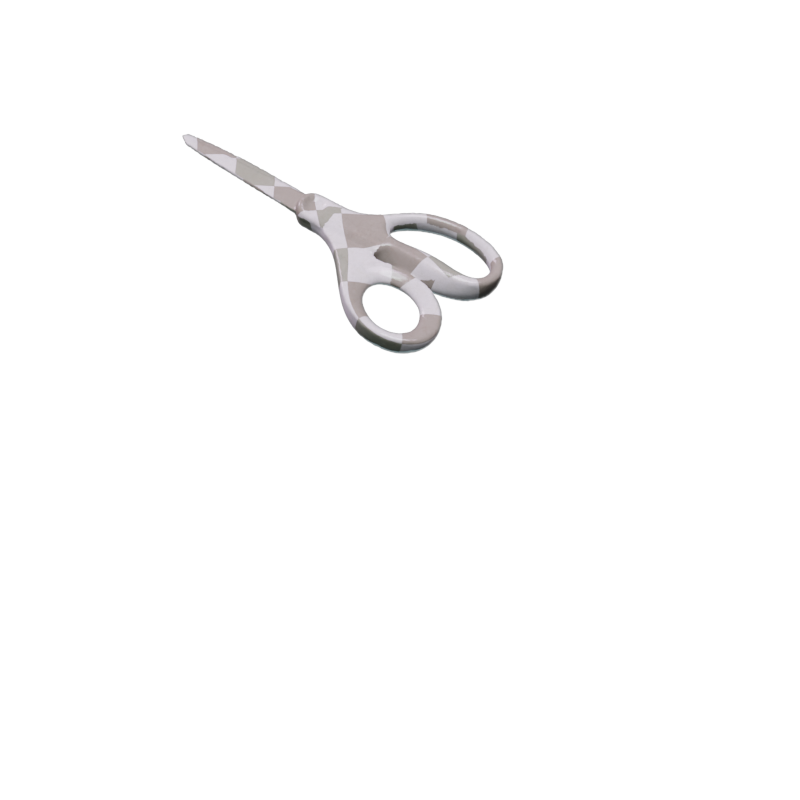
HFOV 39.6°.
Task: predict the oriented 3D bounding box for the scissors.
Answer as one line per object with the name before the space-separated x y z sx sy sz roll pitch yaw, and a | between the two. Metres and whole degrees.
scissors | -0.047 -0.086 0.599 0.207 0.100 0.015 18 -34 13
